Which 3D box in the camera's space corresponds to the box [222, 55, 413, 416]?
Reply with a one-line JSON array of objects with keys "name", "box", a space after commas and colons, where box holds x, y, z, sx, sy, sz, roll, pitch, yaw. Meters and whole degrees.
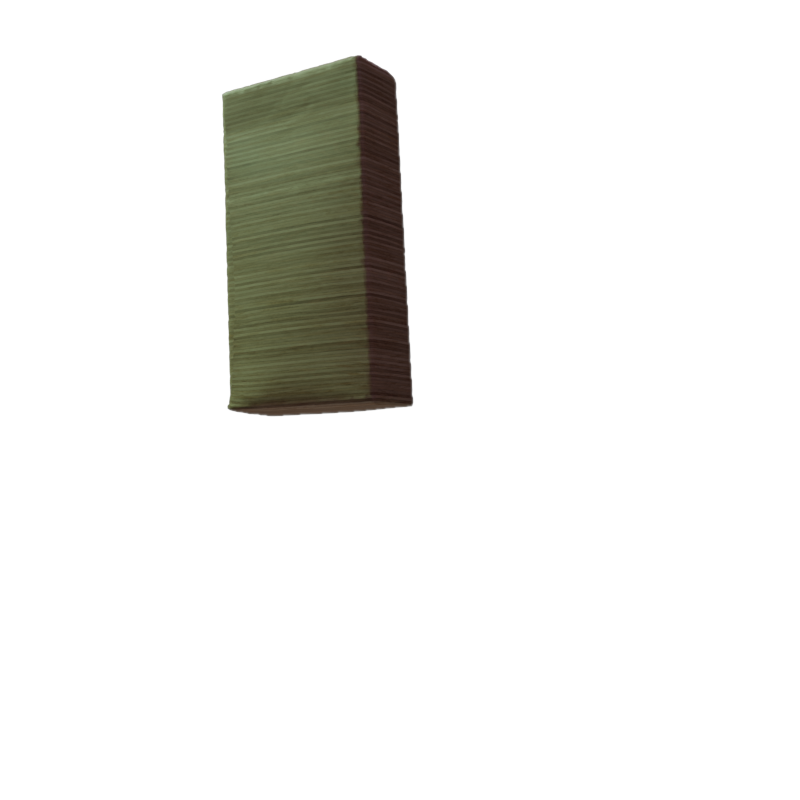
[{"name": "box", "box": [-0.045, -0.083, 0.580, 0.096, 0.182, 0.045, -8, -14, 32]}]
